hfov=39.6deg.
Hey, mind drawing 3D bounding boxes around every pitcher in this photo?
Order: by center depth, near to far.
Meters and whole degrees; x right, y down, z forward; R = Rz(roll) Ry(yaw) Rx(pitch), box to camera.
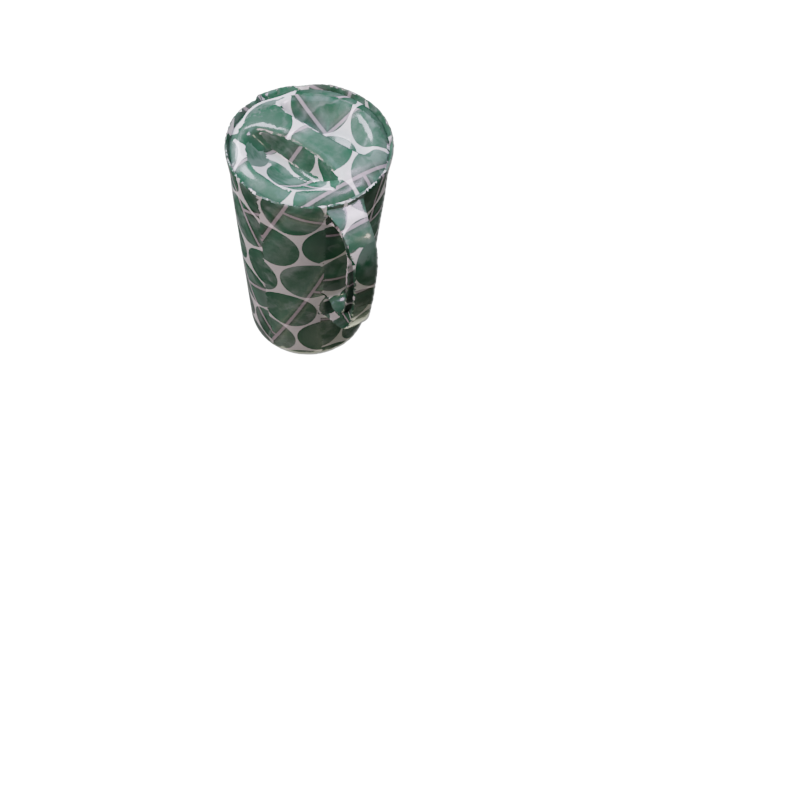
[{"bbox_3d":[-0.075,-0.136,0.952,0.148,0.156,0.227,16,-33,7],"label":"pitcher"}]
